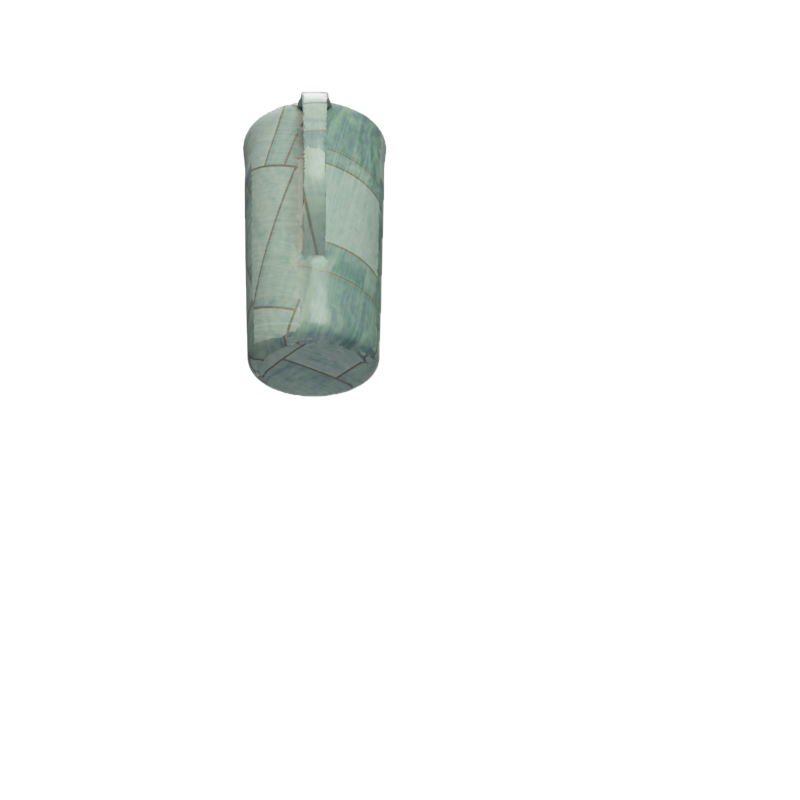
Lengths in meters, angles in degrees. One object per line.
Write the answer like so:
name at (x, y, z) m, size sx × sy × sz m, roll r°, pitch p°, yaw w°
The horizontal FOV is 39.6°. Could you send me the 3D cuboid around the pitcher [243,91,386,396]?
pitcher at (-0.075, -0.137, 0.959) m, size 0.145 × 0.260 × 0.139 m, roll -27°, pitch -40°, yaw 33°
